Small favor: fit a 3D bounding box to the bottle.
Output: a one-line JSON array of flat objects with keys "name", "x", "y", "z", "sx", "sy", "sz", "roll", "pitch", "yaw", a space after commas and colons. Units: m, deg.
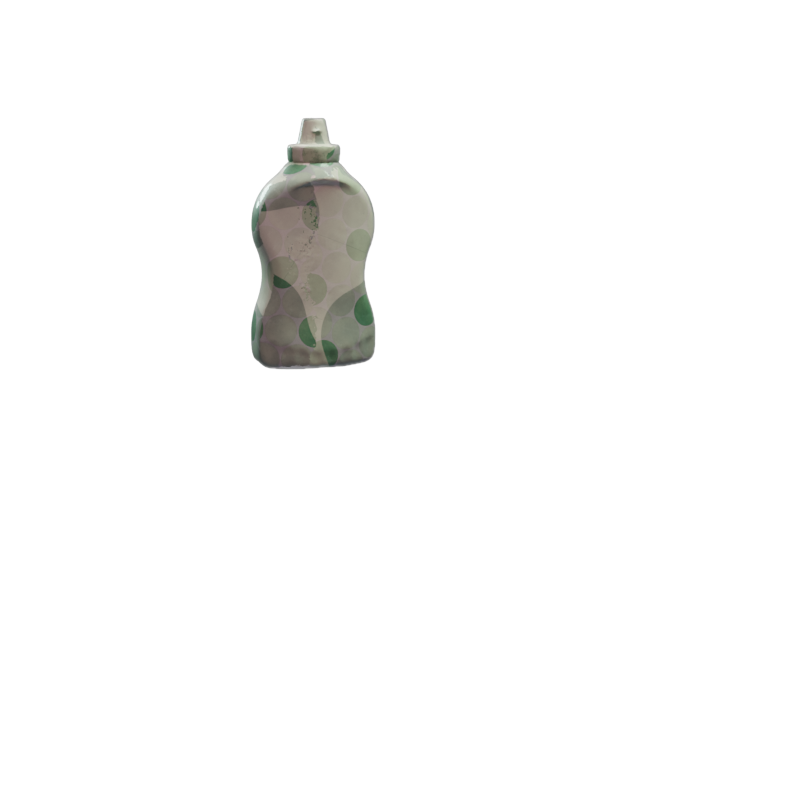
[{"name": "bottle", "x": -0.067, "y": -0.123, "z": 0.864, "sx": 0.094, "sy": 0.188, "sz": 0.060, "roll": -2, "pitch": 8, "yaw": -17}]
